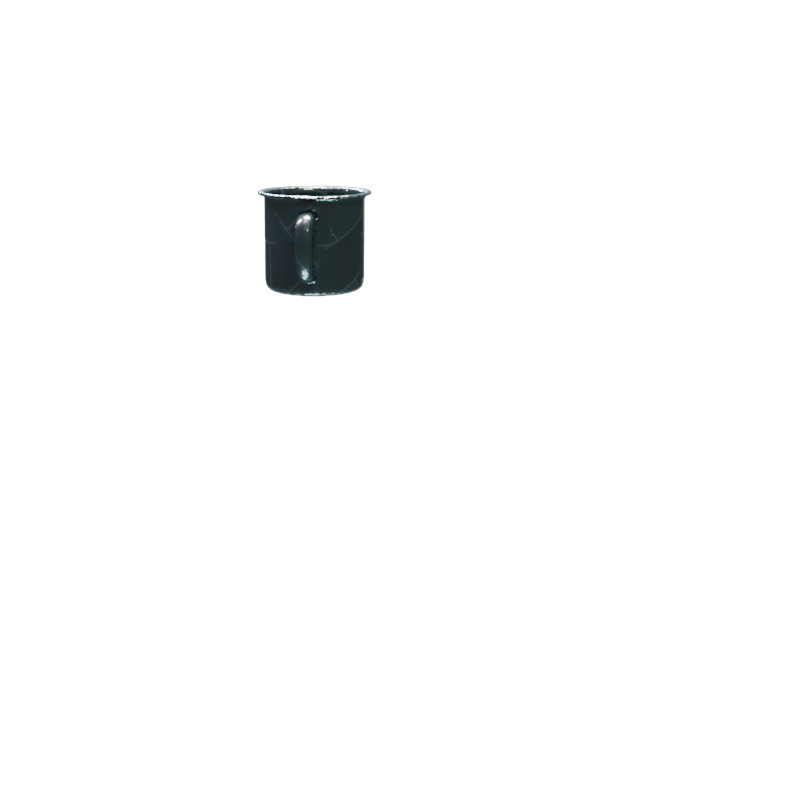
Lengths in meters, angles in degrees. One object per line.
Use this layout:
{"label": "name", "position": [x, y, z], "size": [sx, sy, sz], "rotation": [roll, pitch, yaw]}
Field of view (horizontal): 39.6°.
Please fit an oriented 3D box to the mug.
{"label": "mug", "position": [-0.071, -0.129, 0.901], "size": [0.094, 0.079, 0.120], "rotation": [1, 14, 2]}
